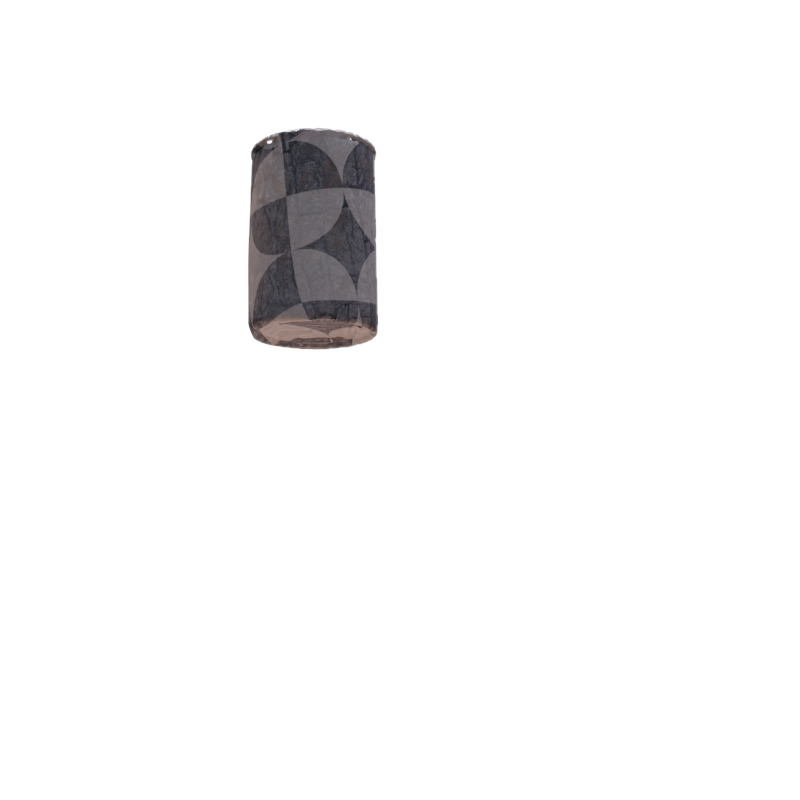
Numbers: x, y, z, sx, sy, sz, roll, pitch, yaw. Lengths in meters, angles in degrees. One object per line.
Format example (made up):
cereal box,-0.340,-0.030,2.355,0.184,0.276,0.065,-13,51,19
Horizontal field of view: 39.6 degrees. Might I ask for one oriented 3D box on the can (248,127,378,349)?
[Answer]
can,-0.046,-0.084,0.586,0.068,0.106,0.066,0,-16,-2
